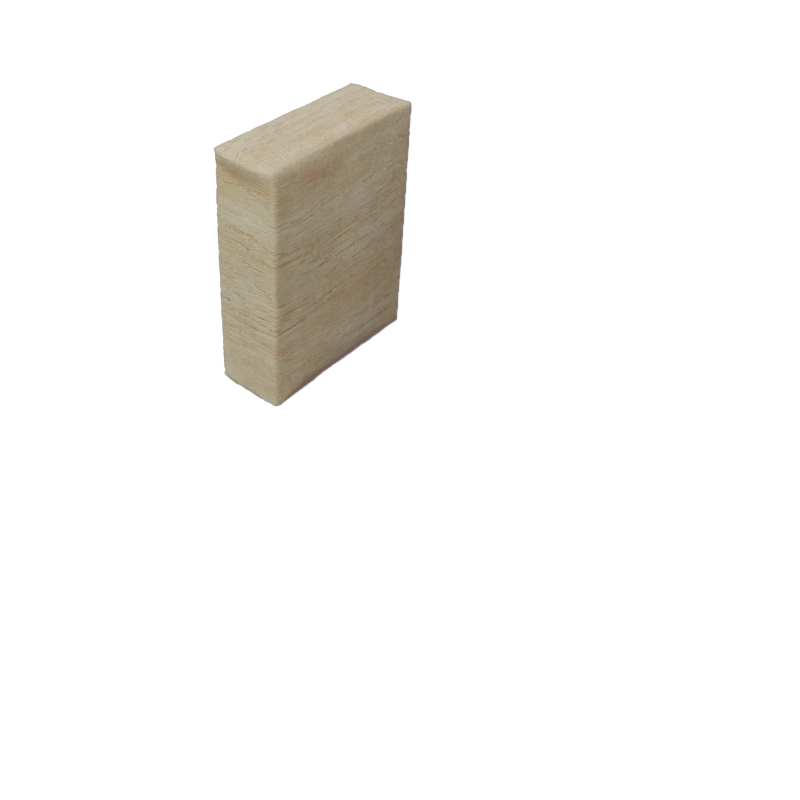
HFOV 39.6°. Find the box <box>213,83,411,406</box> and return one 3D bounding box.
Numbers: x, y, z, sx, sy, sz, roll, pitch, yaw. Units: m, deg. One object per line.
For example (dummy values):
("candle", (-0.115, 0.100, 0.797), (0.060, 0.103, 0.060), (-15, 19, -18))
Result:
("box", (-0.070, -0.128, 0.895), (0.076, 0.200, 0.165), (25, 41, 29))
